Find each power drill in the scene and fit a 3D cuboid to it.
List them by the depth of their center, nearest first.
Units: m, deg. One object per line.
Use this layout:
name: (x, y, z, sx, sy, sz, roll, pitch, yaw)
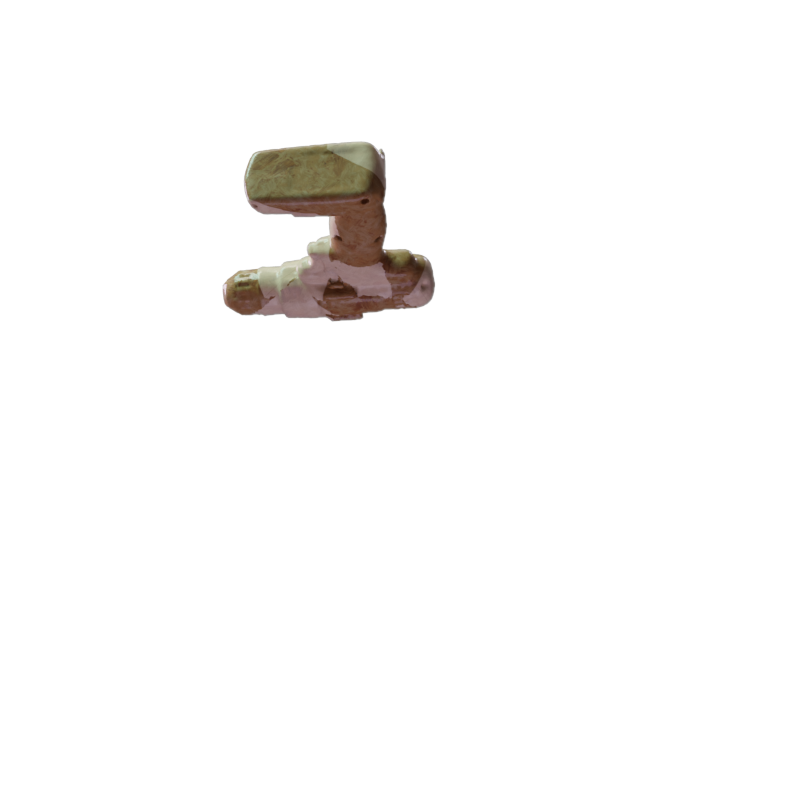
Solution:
power drill: (-0.071, -0.129, 0.902, 0.186, 0.061, 0.175, -4, -28, 7)
